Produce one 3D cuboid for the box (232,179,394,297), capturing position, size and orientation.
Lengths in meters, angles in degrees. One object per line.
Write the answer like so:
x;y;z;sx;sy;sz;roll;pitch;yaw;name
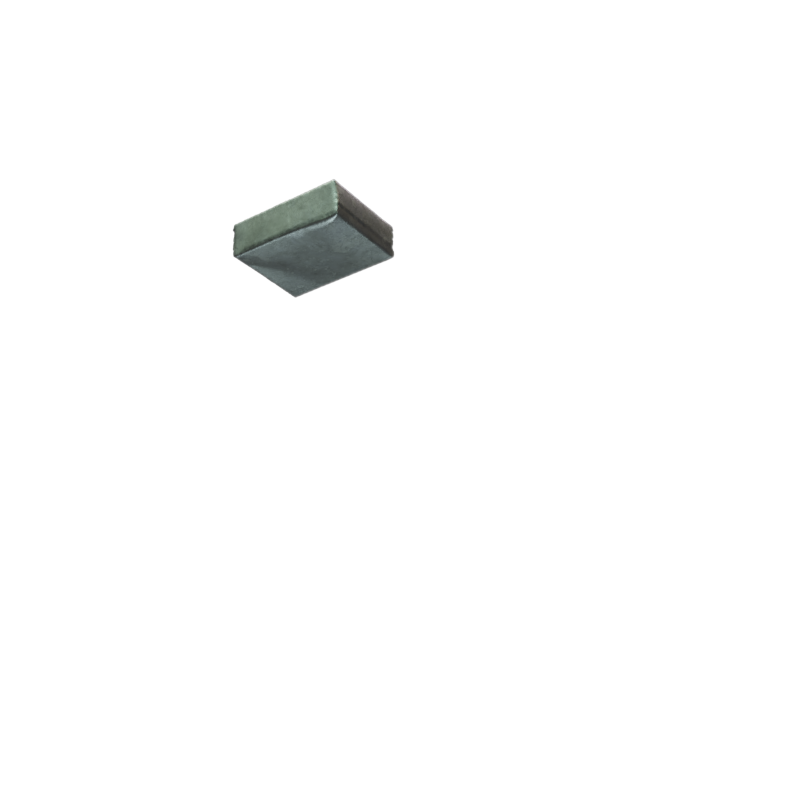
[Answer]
-0.076;-0.138;0.965;0.115;0.041;0.083;-17;-31;30;box
